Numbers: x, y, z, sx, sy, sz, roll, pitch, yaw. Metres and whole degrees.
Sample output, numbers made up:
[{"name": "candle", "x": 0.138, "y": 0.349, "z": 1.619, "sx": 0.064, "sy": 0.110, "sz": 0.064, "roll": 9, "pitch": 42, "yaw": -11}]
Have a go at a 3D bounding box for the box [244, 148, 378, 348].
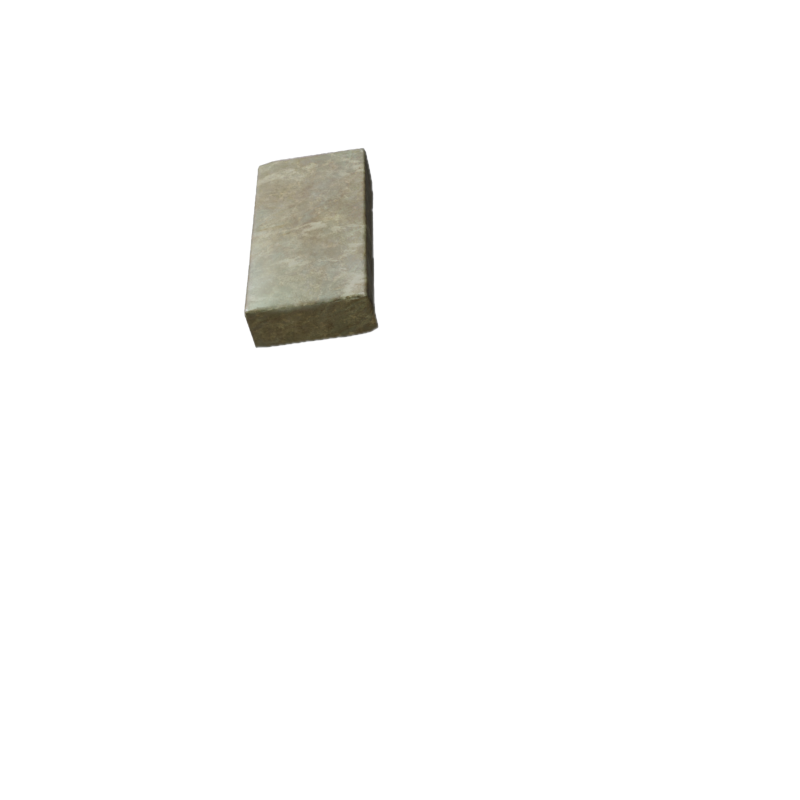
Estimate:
[{"name": "box", "x": -0.067, "y": -0.123, "z": 0.858, "sx": 0.094, "sy": 0.189, "sz": 0.044, "roll": -9, "pitch": -43, "yaw": 6}]
